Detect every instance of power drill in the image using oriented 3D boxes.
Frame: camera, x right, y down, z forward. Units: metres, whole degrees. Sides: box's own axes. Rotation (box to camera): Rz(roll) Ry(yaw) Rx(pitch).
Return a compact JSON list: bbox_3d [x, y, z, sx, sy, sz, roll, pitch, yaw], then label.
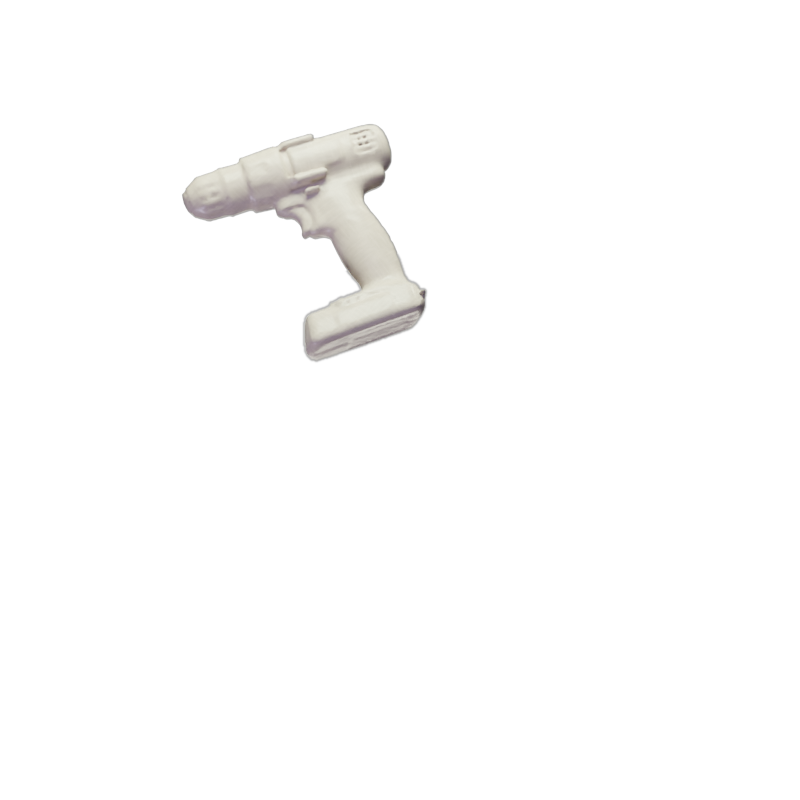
[{"bbox_3d":[-0.073,-0.133,0.928,0.184,0.197,0.055,-19,-19,-7],"label":"power drill"}]
